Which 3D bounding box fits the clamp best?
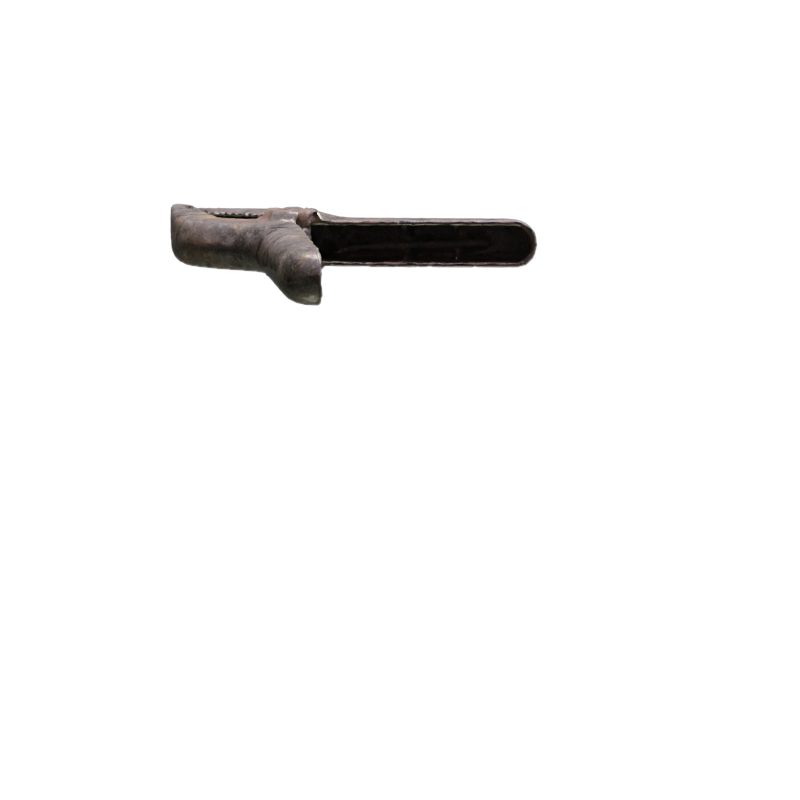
[{"bbox_3d":[-0.046,-0.084,0.589,0.160,0.035,0.221,-11,18,-37],"label":"clamp"}]
